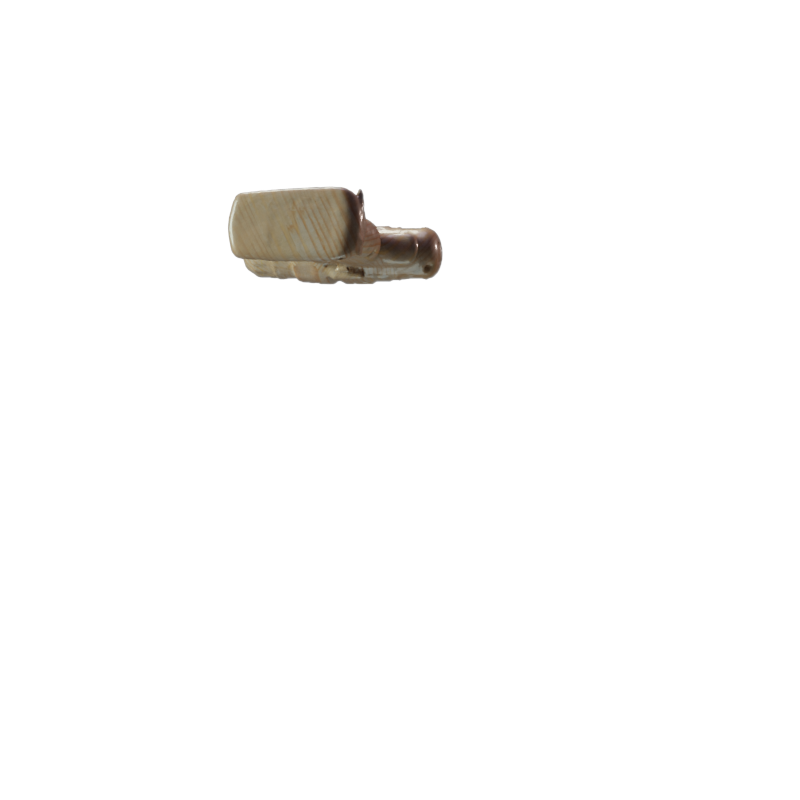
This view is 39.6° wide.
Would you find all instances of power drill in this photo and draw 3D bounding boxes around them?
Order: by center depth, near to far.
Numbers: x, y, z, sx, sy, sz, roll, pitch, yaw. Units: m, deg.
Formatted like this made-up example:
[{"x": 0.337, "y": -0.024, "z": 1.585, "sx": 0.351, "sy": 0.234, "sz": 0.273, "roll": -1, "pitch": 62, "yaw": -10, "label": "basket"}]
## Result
[{"x": -0.072, "y": -0.132, "z": 0.926, "sx": 0.189, "sy": 0.058, "sz": 0.181, "roll": 0, "pitch": -1, "yaw": 18, "label": "power drill"}]
